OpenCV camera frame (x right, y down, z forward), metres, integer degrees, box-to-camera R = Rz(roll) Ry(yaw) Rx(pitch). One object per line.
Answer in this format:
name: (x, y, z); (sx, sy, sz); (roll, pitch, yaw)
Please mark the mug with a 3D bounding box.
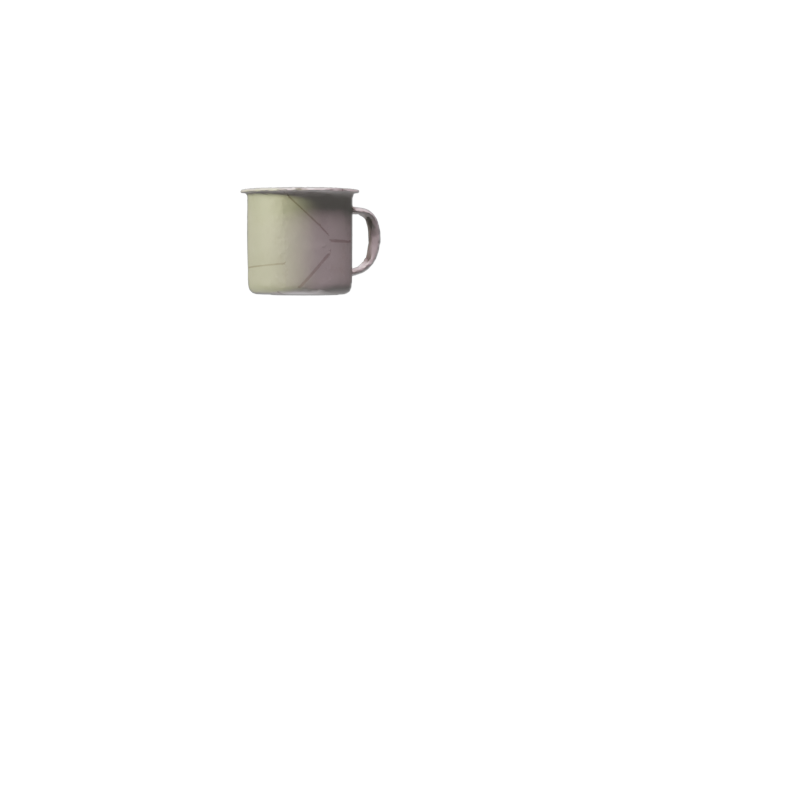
mug: (-0.068, -0.124, 0.872); (0.113, 0.081, 0.097); (-3, 6, -31)
